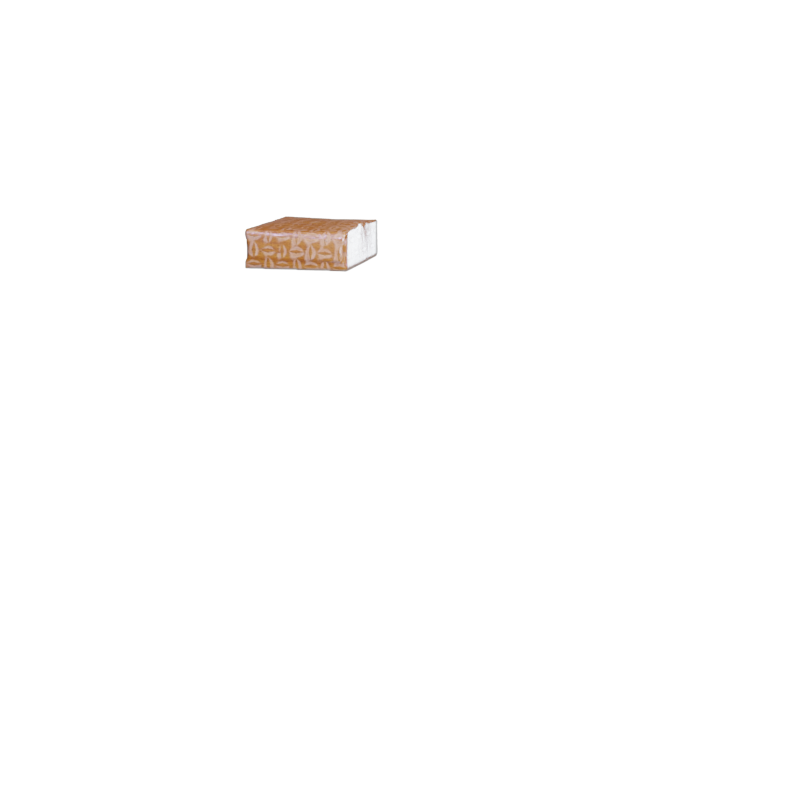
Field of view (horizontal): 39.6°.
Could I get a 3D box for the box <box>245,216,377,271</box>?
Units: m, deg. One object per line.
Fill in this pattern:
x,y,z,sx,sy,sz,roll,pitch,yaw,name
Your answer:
-0.062,-0.113,0.789,0.075,0.029,0.090,4,15,15,box
